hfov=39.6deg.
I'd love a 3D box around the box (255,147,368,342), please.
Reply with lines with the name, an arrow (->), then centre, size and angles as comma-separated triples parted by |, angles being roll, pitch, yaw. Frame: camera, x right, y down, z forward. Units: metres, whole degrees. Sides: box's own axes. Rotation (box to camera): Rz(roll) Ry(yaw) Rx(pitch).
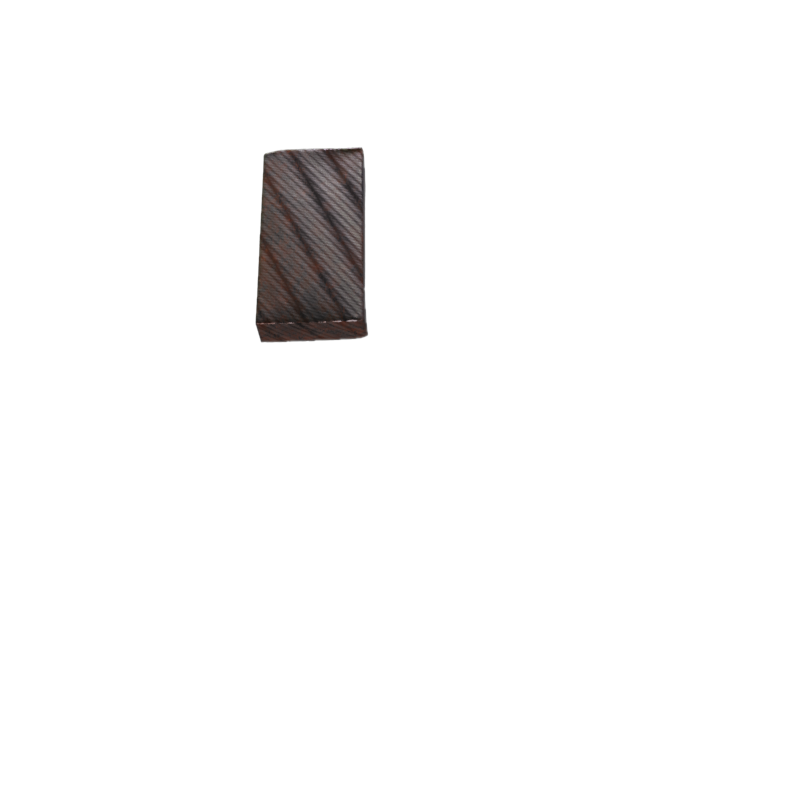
box -> -0.076, -0.139, 0.970 | 0.094, 0.187, 0.045 | -3, -26, 3
